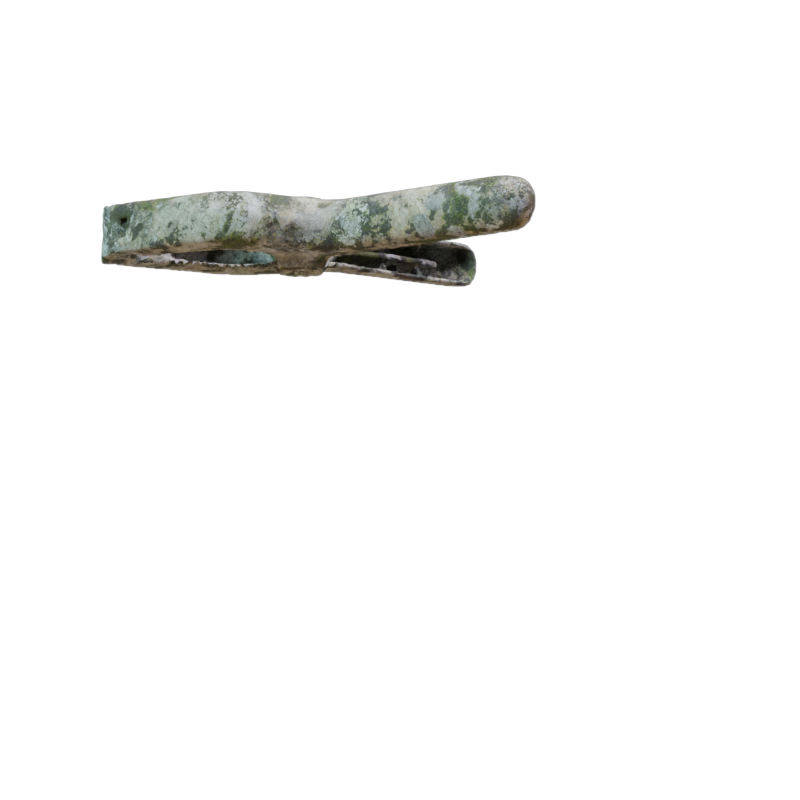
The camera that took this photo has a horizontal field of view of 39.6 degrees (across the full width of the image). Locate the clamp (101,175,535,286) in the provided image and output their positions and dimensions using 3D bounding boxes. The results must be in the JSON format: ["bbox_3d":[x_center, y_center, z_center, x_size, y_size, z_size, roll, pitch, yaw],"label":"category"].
[{"bbox_3d":[-0.045,-0.081,0.569,0.211,0.037,0.160,0,-6,4],"label":"clamp"}]
